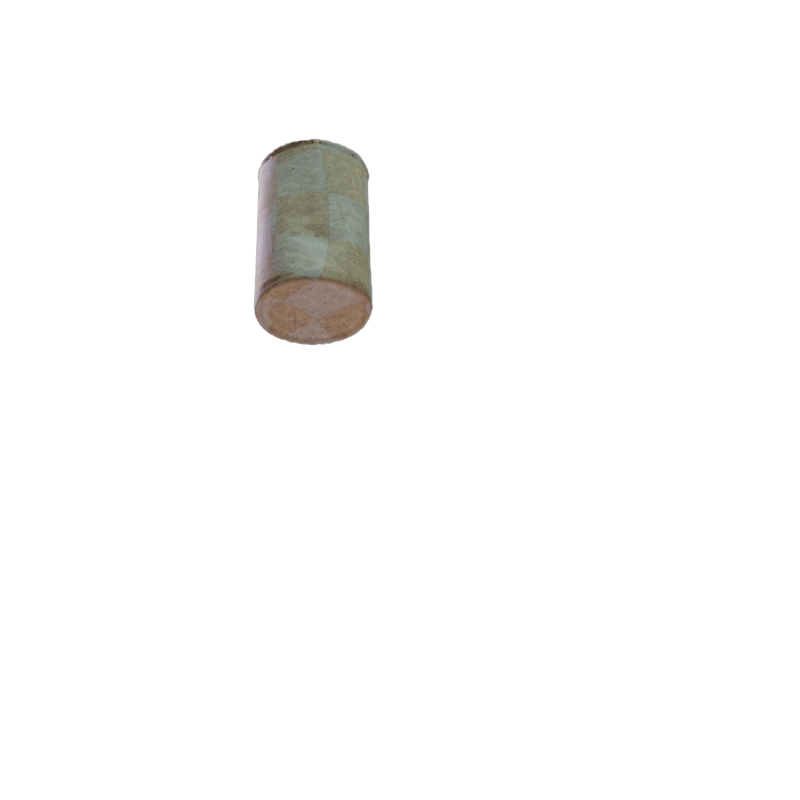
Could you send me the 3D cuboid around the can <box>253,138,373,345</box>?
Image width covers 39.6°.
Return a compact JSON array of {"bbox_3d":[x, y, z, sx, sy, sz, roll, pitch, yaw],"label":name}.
[{"bbox_3d":[-0.051,-0.092,0.647,0.068,0.109,0.064,-1,-34,-2],"label":"can"}]
